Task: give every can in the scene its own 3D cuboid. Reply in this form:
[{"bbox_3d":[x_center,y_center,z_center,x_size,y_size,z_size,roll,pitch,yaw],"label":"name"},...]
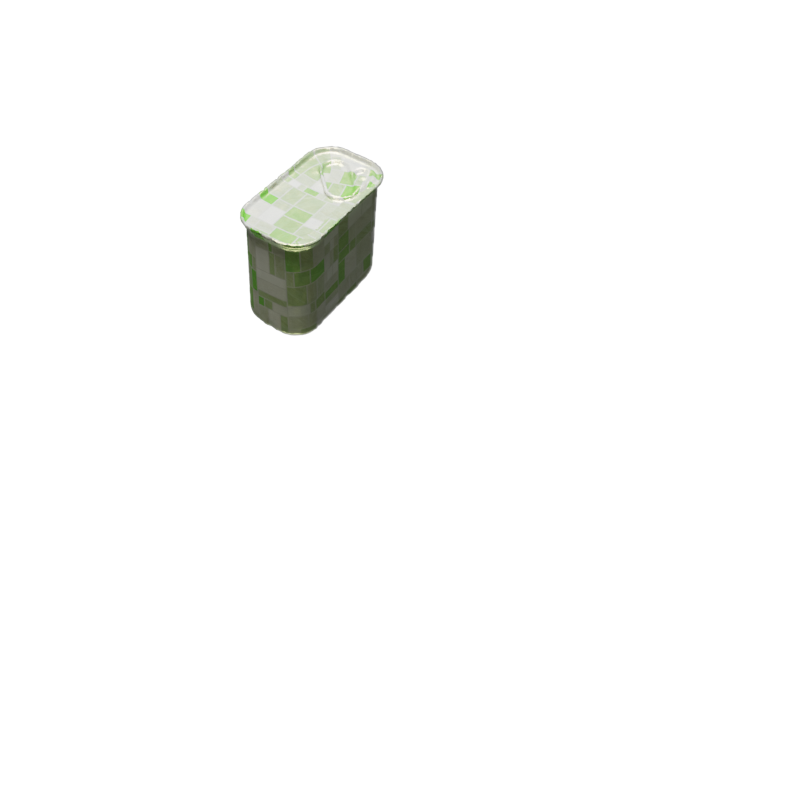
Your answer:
[{"bbox_3d":[-0.057,-0.105,0.733,0.060,0.078,0.104,26,50,21],"label":"can"}]
